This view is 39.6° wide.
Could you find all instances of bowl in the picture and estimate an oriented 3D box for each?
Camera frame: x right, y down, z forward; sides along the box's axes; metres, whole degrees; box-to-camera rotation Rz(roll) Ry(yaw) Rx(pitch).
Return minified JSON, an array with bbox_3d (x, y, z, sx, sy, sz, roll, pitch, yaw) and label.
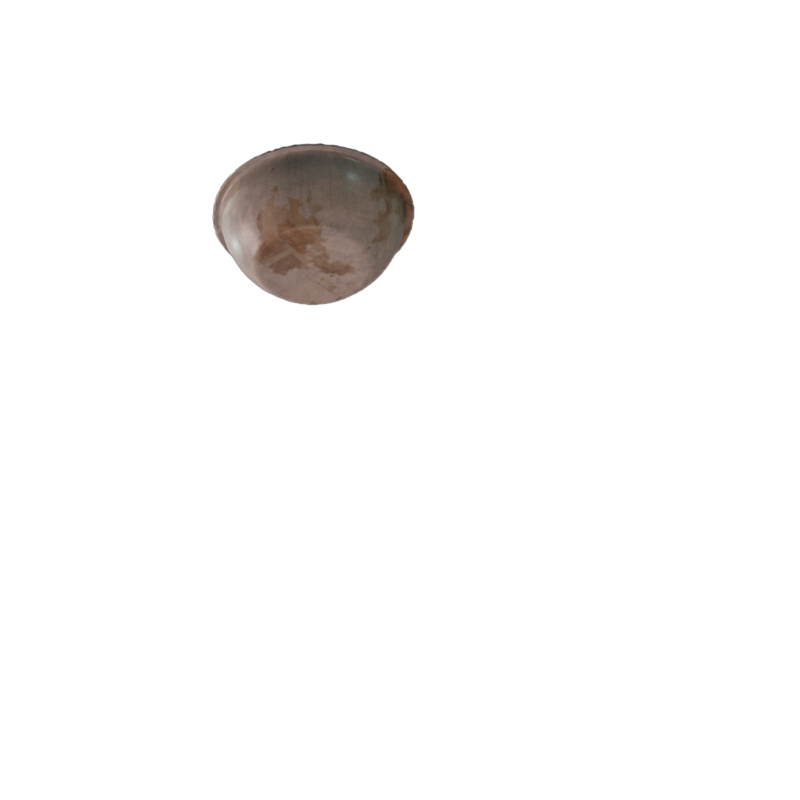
[{"bbox_3d":[-0.068,-0.124,0.869,0.162,0.059,0.151,1,-38,-1],"label":"bowl"}]
